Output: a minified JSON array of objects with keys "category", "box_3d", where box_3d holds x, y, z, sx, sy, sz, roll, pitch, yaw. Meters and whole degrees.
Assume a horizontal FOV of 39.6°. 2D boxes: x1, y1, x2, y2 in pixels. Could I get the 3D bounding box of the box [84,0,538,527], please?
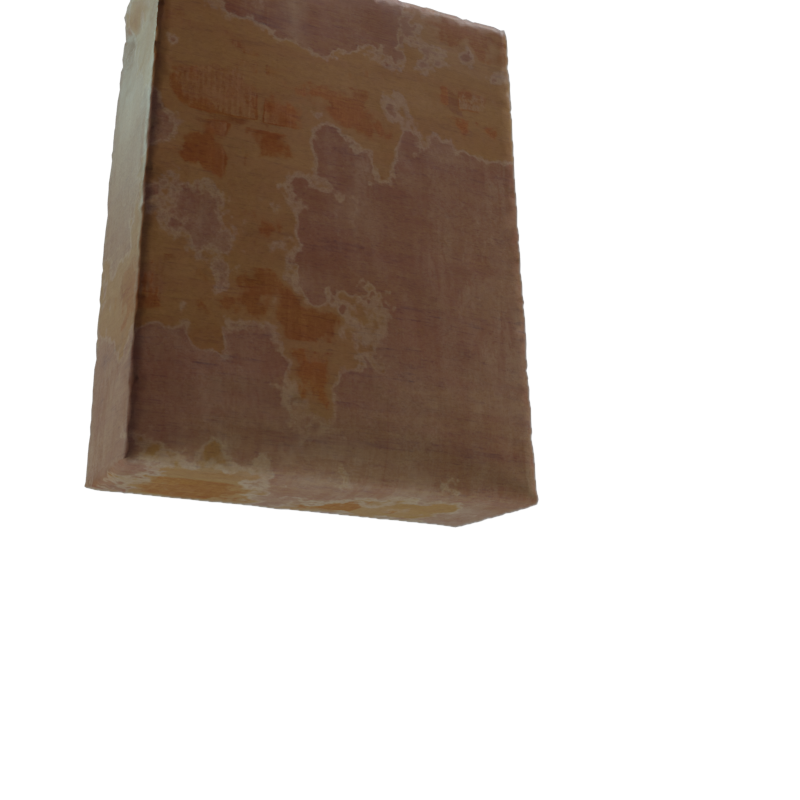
[{"category":"box","box_3d":[-0.035,-0.065,0.453,0.158,0.225,0.071,8,-24,-24]}]
